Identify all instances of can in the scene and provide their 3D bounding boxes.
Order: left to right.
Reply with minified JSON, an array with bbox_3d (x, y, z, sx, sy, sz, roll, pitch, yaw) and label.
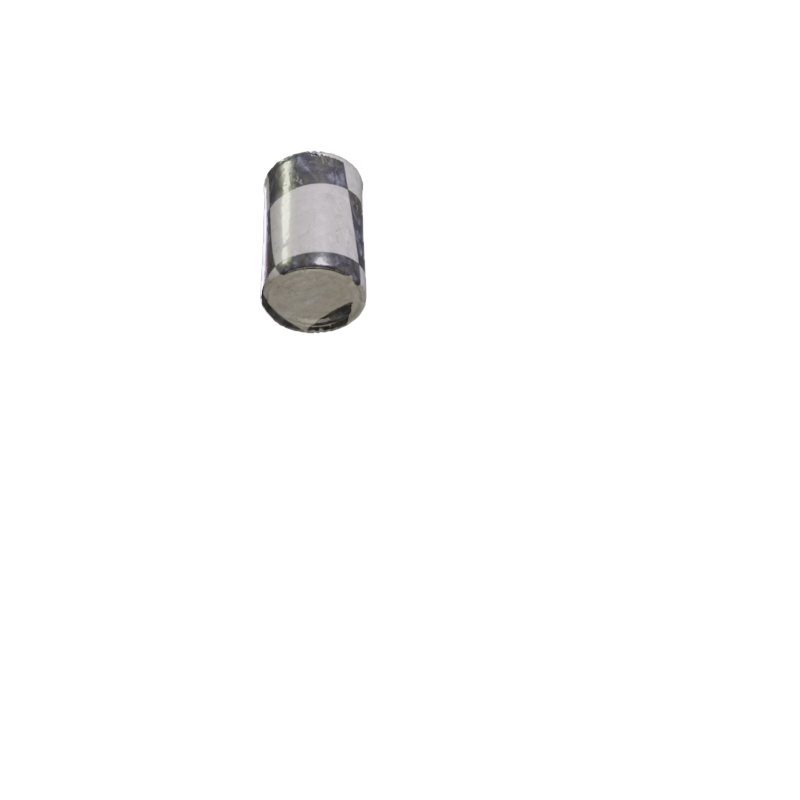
[{"bbox_3d":[-0.057,-0.103,0.722,0.068,0.110,0.064,-1,-39,-3],"label":"can"}]
